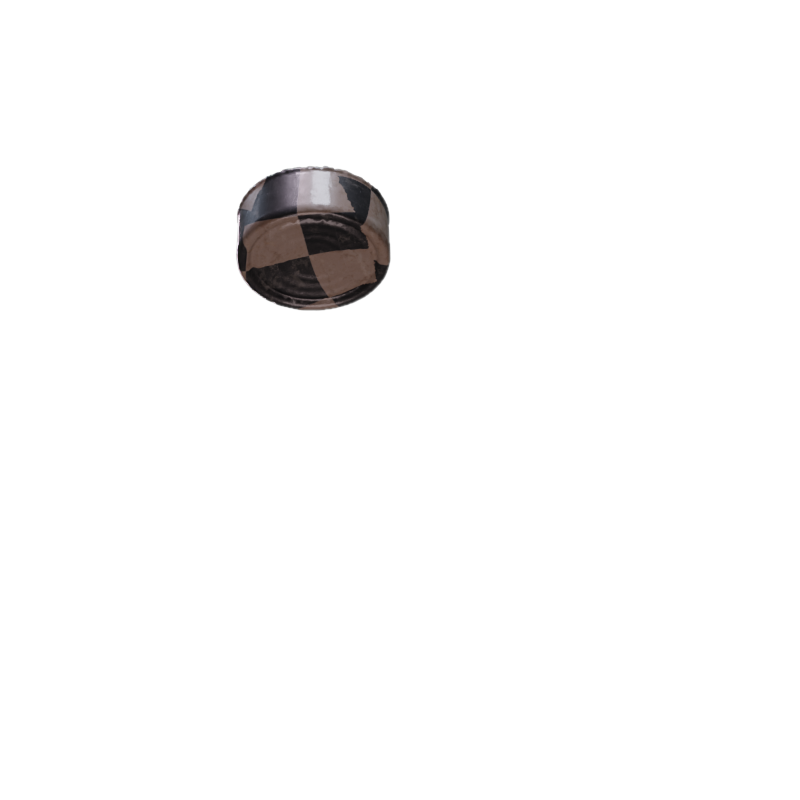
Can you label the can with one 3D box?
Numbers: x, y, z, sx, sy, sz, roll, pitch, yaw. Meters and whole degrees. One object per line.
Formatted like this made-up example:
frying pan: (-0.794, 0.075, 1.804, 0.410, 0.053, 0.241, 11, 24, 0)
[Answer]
can: (-0.048, -0.087, 0.612, 0.086, 0.036, 0.080, 1, -37, -2)
